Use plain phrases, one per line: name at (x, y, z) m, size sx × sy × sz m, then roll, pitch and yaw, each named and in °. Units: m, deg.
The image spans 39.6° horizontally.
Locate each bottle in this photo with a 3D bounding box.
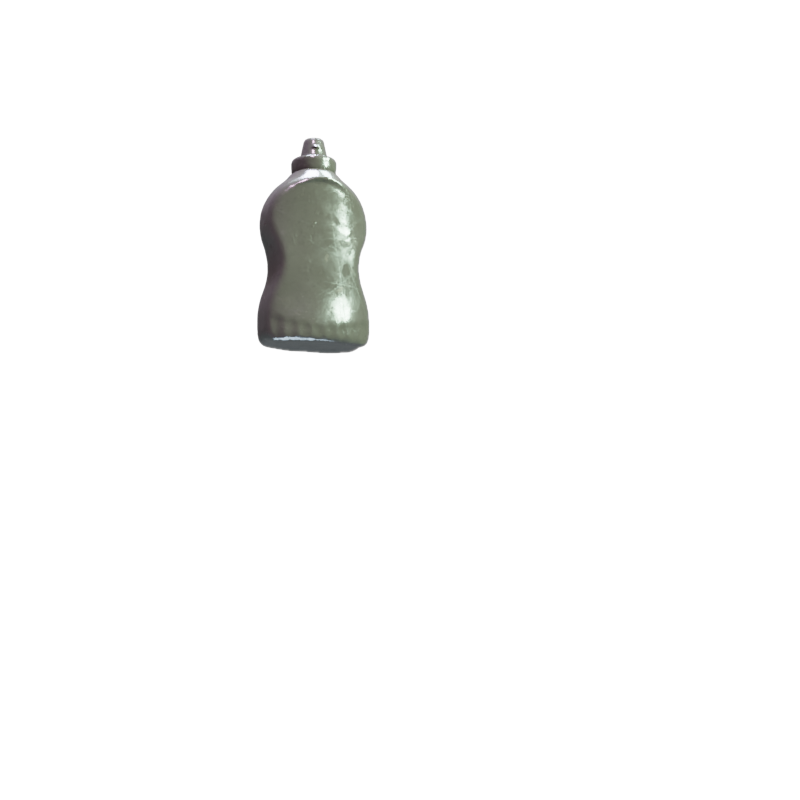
bottle at (-0.077, -0.141, 0.988) m, size 0.093 × 0.199 × 0.058 m, roll 4°, pitch -16°, yaw -19°
